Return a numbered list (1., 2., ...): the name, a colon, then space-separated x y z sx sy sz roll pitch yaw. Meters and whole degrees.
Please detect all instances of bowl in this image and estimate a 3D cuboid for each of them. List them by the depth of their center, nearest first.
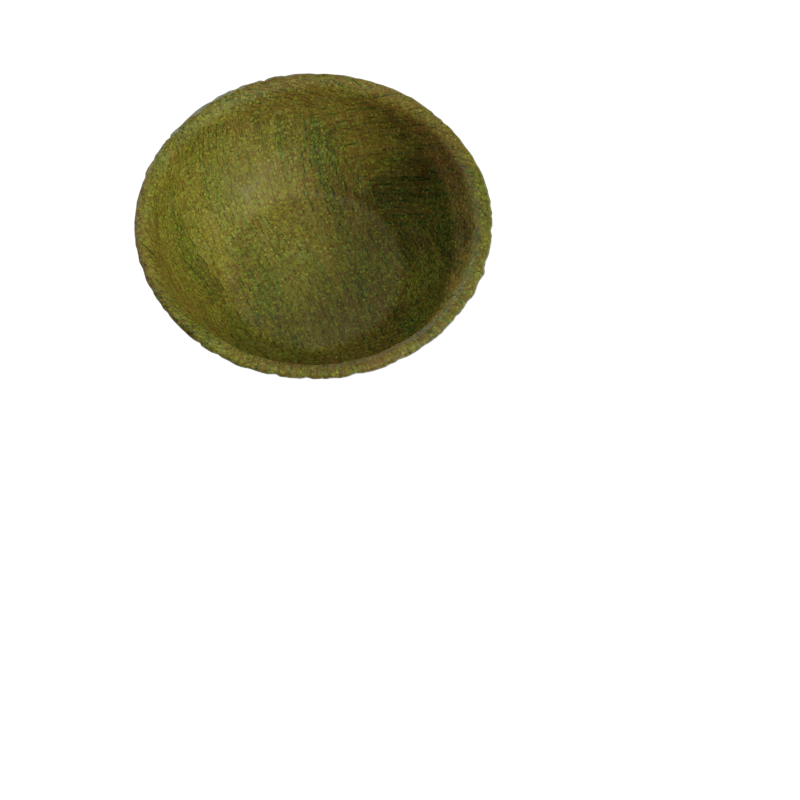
1. bowl: -0.041 -0.075 0.523 0.162 0.172 0.052 -1 -28 -1
